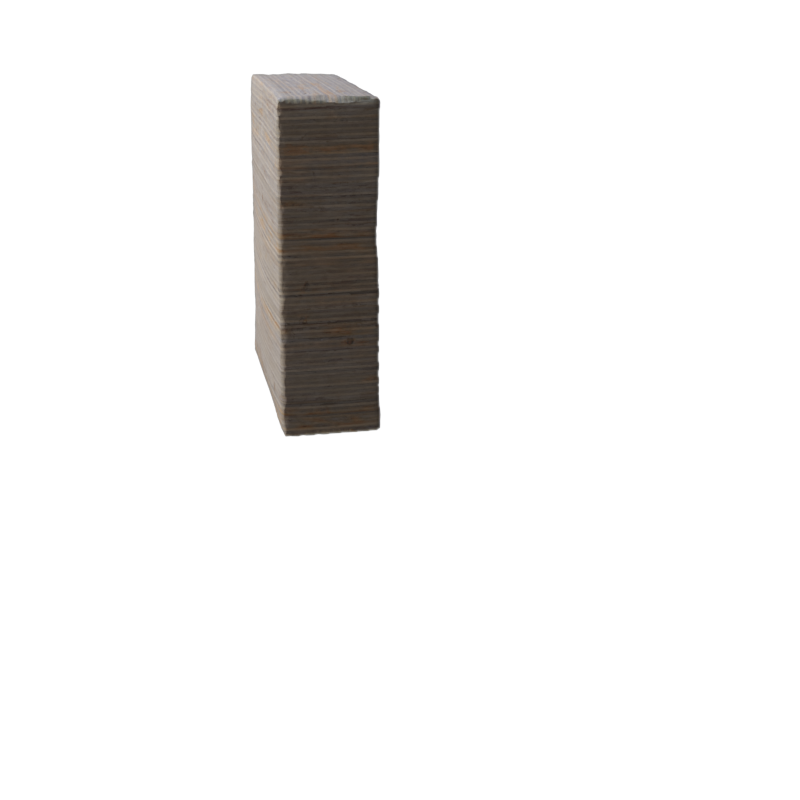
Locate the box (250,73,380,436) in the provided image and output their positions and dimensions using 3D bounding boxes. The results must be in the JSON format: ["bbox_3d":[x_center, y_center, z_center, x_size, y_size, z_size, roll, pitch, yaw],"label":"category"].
[{"bbox_3d":[-0.059,-0.107,0.748,0.071,0.206,0.173,-2,17,-12],"label":"box"}]
